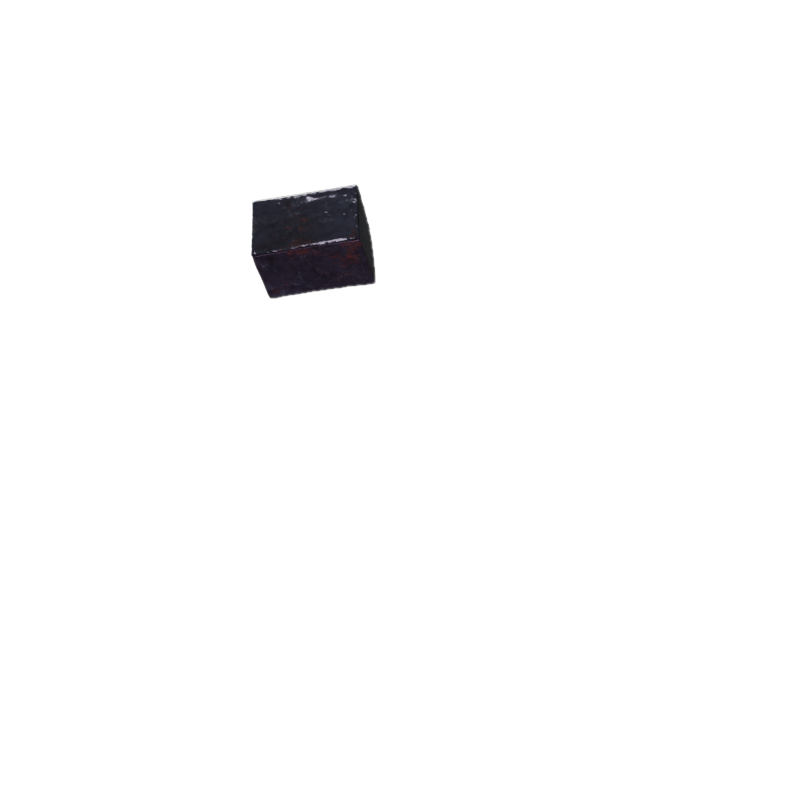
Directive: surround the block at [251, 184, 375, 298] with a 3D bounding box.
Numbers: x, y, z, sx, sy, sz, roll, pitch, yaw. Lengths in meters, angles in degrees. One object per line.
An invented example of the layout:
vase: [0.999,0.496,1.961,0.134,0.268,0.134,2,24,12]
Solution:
block: [-0.061,-0.110,0.773,0.079,0.055,0.049,-7,-36,9]
